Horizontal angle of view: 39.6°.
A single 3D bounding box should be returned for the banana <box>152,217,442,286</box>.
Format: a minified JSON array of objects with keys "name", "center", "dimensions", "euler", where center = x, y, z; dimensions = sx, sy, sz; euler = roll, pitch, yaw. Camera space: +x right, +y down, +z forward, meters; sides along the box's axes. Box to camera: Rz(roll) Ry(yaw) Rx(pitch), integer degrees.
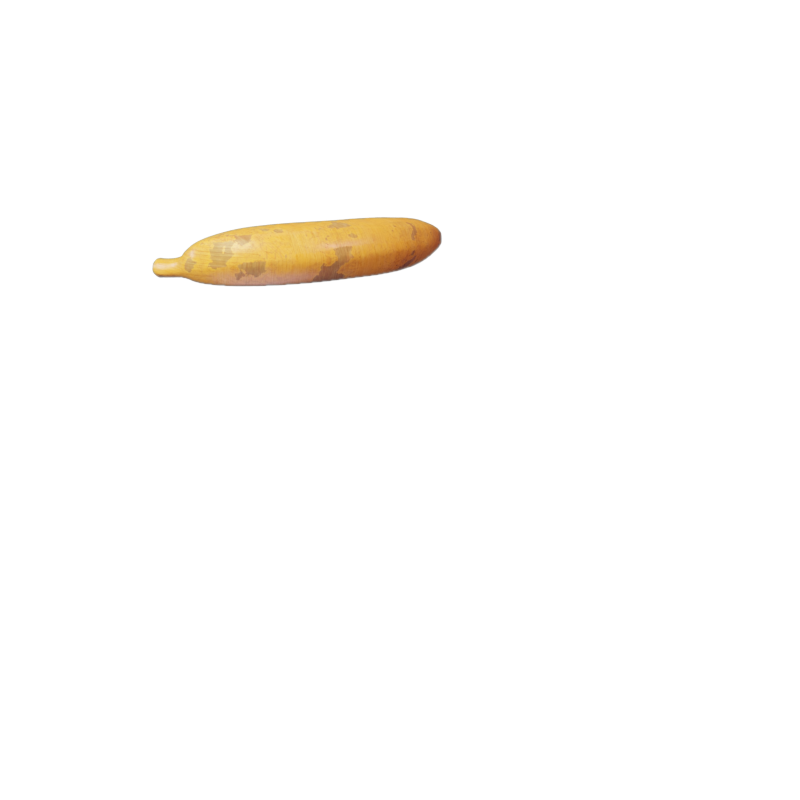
[{"name":"banana","center":[-0.051,-0.096,0.694],"dimensions":[0.193,0.036,0.073],"euler":[-7,18,-21]}]
